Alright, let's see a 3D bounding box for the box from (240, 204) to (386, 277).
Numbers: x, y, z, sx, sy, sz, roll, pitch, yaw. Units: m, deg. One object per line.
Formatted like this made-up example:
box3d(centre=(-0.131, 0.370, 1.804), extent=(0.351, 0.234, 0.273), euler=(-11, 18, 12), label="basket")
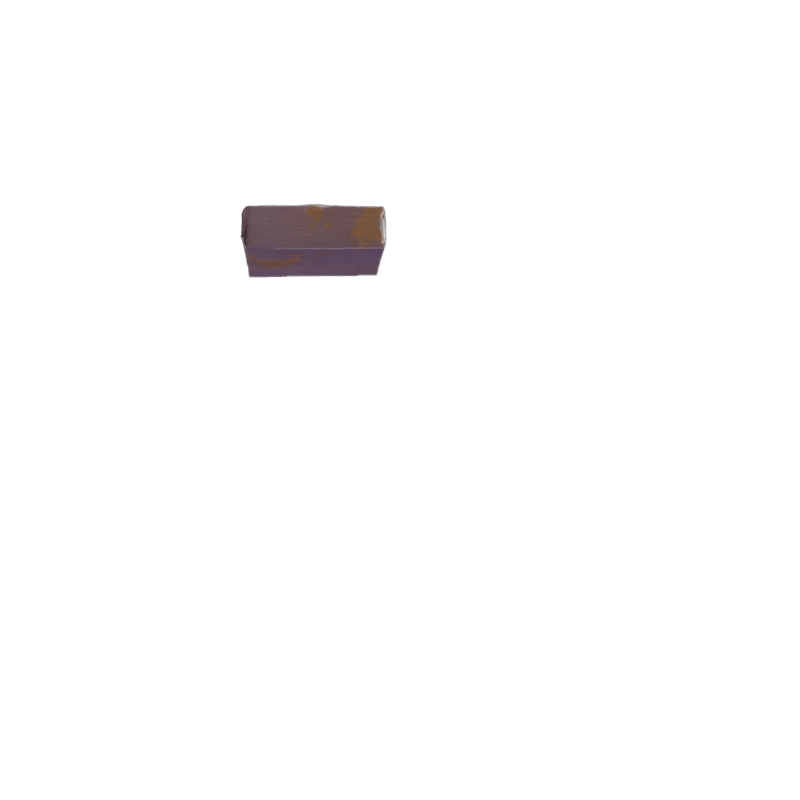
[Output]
box3d(centre=(-0.056, -0.101, 0.710), extent=(0.089, 0.031, 0.071), euler=(0, -9, -2), label="box")
